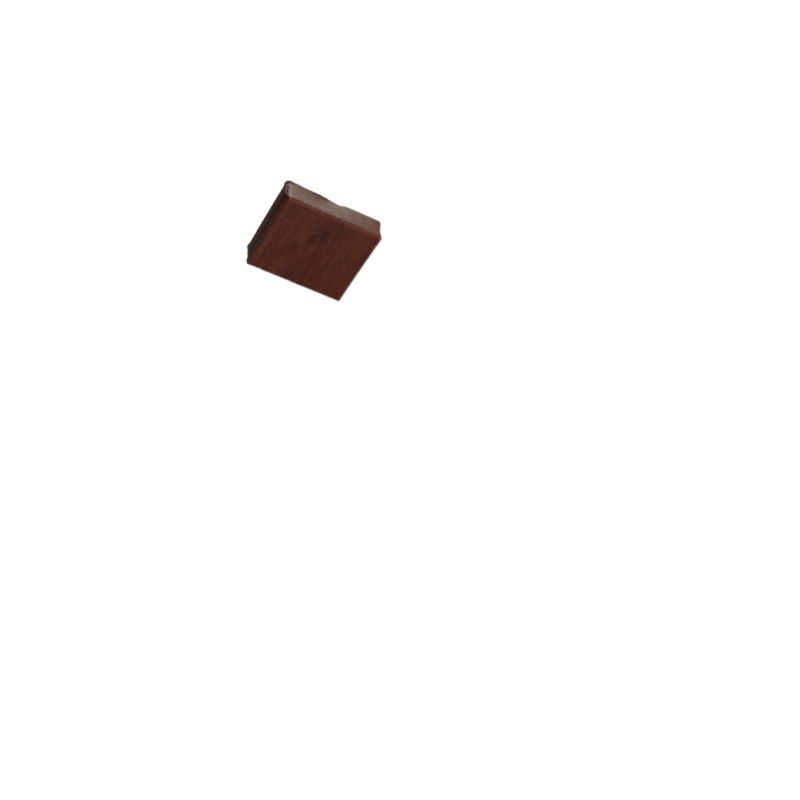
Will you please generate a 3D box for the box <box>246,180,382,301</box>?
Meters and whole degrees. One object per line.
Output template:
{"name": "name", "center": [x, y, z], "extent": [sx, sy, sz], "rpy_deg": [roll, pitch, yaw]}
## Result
{"name": "box", "center": [-0.071, -0.129, 0.903], "extent": [0.086, 0.071, 0.032], "rpy_deg": [23, 34, -17]}
